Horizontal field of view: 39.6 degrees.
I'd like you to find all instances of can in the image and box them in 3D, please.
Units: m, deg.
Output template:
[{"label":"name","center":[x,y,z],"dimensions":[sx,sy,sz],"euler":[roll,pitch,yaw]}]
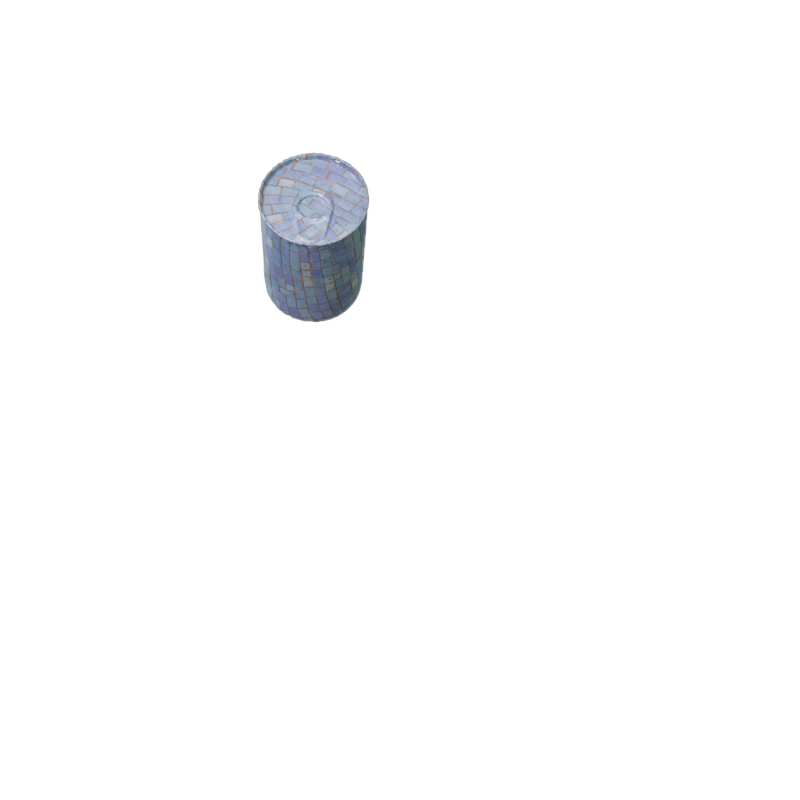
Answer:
[{"label":"can","center":[-0.056,-0.102,0.716],"dimensions":[0.068,0.073,0.096],"euler":[0,-28,-3]}]
